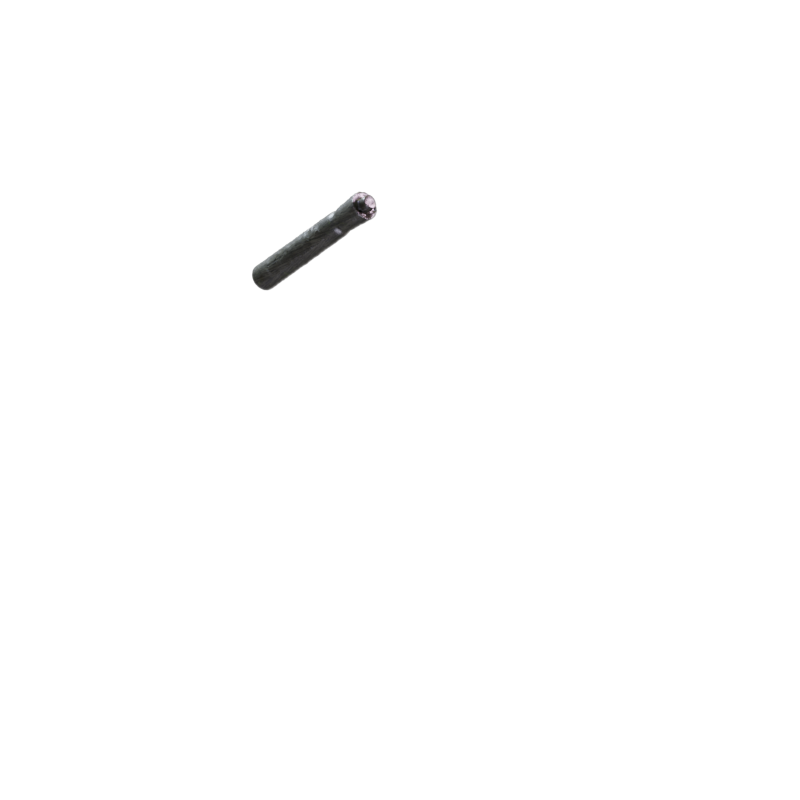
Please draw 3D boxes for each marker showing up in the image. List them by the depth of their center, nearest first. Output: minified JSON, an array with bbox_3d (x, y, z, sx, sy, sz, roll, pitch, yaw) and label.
[{"bbox_3d":[-0.056,-0.102,0.711,0.019,0.021,0.120,-3,-16,-42],"label":"marker"}]
